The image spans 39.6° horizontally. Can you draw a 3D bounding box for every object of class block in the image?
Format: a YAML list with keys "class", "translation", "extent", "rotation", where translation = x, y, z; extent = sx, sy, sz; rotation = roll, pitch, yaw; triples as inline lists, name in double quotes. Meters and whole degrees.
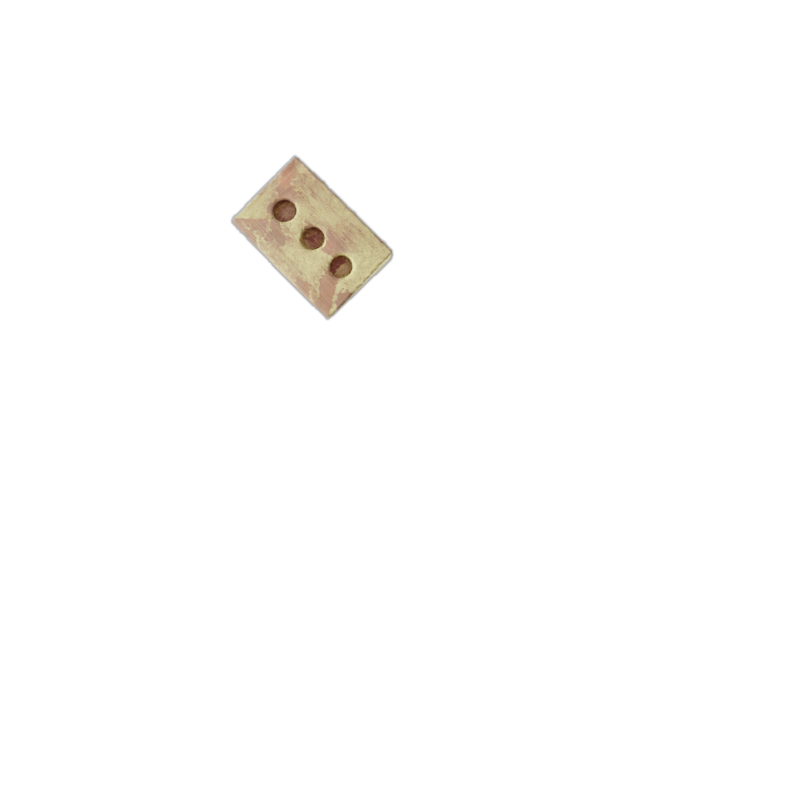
- class: "block"
  translation: [-0.049, -0.090, 0.629]
  extent: [0.078, 0.053, 0.051]
  rotation: [44, -2, 1]
